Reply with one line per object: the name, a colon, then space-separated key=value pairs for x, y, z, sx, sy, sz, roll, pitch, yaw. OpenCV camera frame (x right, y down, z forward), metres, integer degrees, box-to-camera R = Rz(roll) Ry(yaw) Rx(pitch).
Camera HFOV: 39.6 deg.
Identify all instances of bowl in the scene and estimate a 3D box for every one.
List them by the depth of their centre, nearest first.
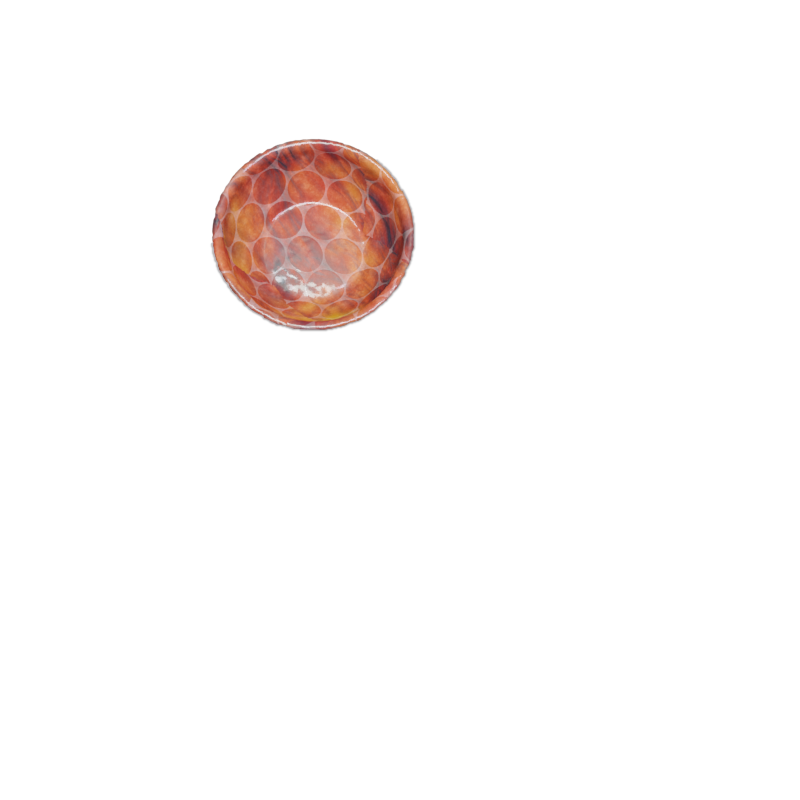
bowl: x=-0.071 y=-0.130 z=0.908 sx=0.162 sy=0.169 sz=0.053 roll=-1 pitch=-17 yaw=-1
